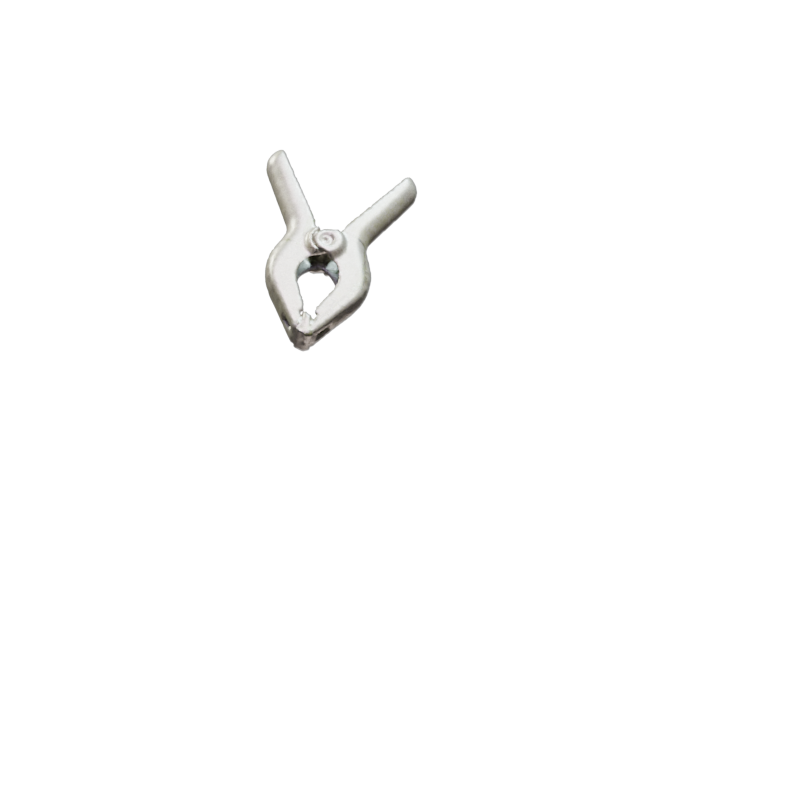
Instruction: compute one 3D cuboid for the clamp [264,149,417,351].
[{"bbox_3d":[-0.066,-0.121,0.846,0.123,0.180,0.037,15,-34,10],"label":"clamp"}]
